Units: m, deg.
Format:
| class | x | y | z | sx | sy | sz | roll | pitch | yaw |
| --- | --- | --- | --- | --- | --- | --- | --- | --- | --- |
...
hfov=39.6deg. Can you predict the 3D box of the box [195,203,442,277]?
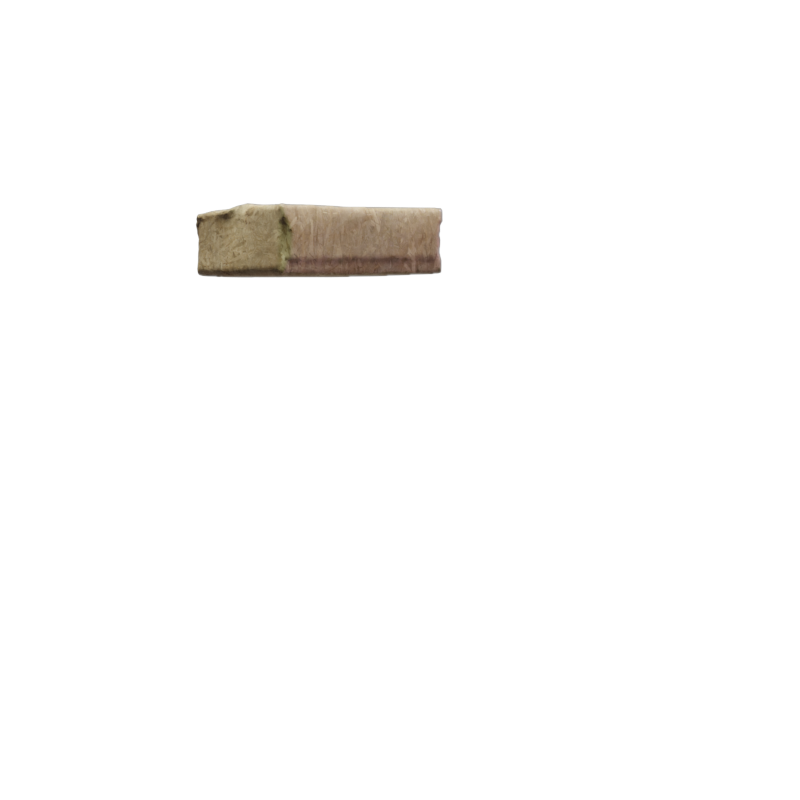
| class | x | y | z | sx | sy | sz | roll | pitch | yaw |
| --- | --- | --- | --- | --- | --- | --- | --- | --- | --- |
| box | -0.037 | -0.067 | 0.467 | 0.071 | 0.030 | 0.093 | -3 | 6 | -29 |
